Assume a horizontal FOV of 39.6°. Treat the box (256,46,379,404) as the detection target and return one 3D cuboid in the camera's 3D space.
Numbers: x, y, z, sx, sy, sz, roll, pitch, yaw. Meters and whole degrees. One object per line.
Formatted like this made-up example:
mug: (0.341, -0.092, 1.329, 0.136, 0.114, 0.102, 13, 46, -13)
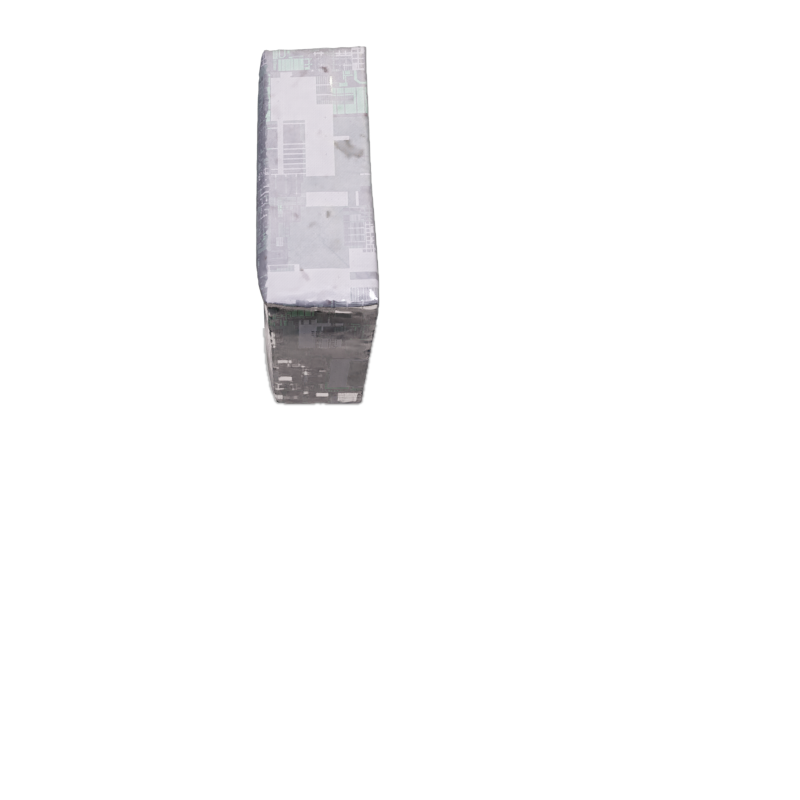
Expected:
box: (-0.056, -0.103, 0.719, 0.071, 0.172, 0.204, -2, -18, -4)
